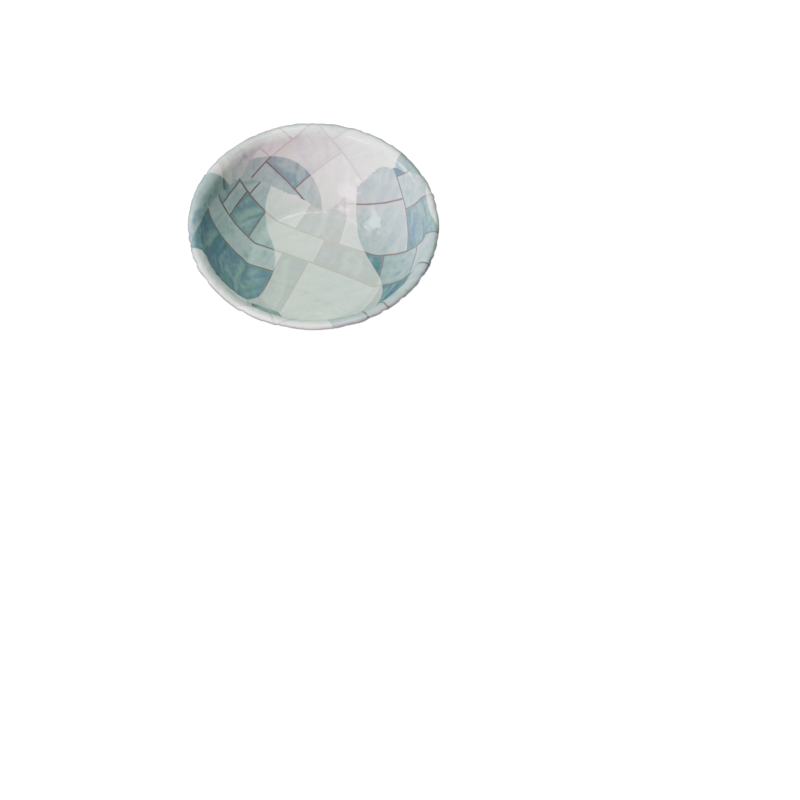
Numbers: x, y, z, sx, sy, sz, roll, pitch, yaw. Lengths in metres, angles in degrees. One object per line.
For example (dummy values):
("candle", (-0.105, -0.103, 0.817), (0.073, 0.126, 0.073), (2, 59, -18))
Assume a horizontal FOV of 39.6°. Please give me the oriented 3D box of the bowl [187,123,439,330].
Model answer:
("bowl", (-0.057, -0.105, 0.734), (0.162, 0.173, 0.052), (-1, -31, -1))
